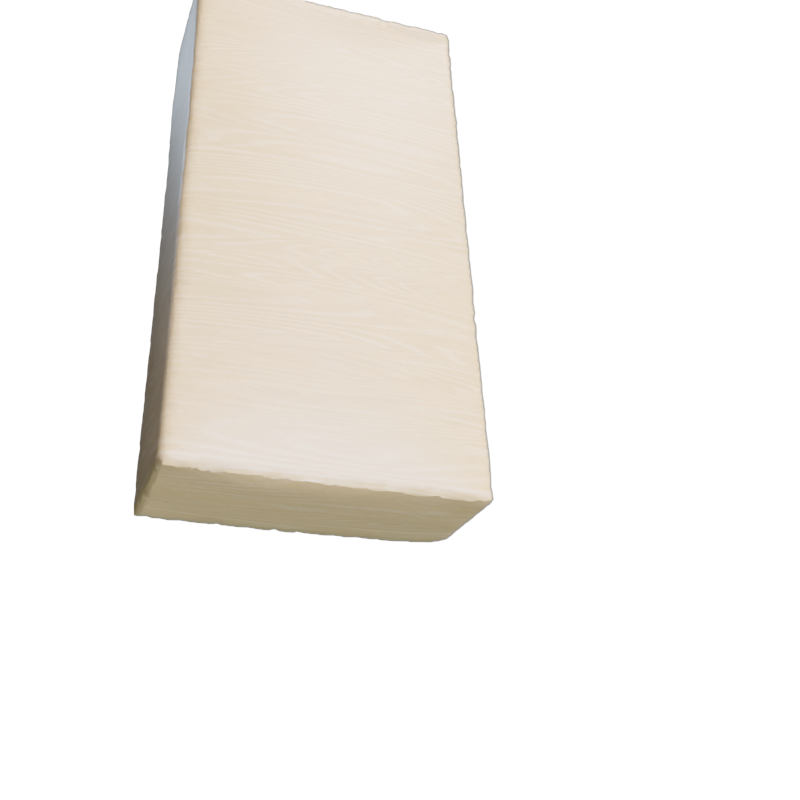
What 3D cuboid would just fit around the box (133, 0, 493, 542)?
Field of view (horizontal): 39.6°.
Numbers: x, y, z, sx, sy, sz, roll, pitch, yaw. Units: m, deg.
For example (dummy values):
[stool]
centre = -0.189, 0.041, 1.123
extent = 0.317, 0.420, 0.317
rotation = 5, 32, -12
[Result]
[box]
centre = -0.027, -0.050, 0.346
extent = 0.091, 0.188, 0.046
rotation = 7, -32, -16
